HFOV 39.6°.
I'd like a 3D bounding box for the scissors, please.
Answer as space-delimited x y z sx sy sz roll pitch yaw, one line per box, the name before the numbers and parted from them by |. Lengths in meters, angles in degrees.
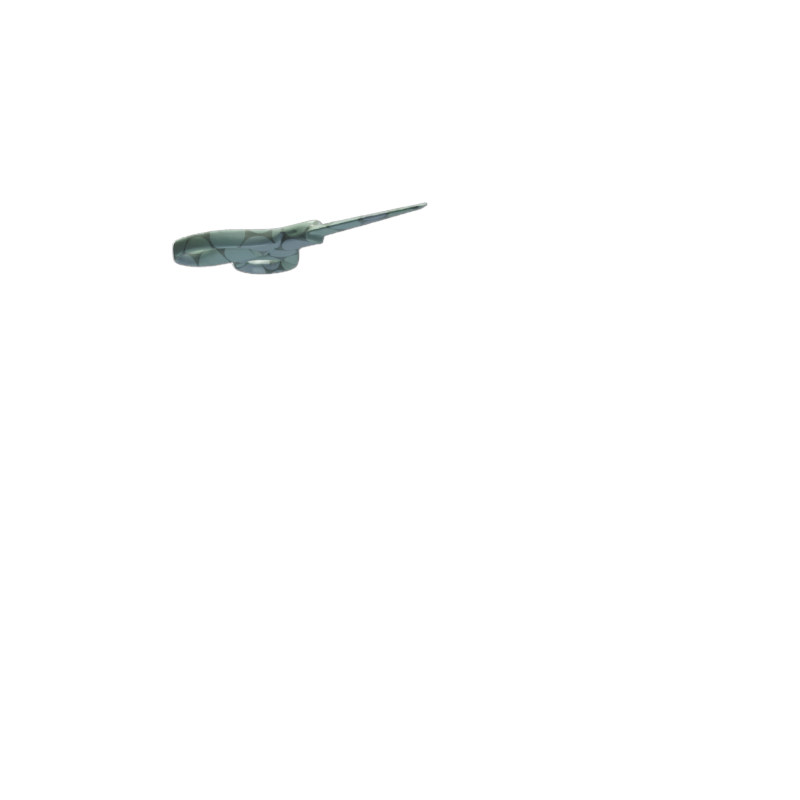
scissors | -0.057 -0.105 0.732 0.207 0.016 0.091 -3 -7 27
